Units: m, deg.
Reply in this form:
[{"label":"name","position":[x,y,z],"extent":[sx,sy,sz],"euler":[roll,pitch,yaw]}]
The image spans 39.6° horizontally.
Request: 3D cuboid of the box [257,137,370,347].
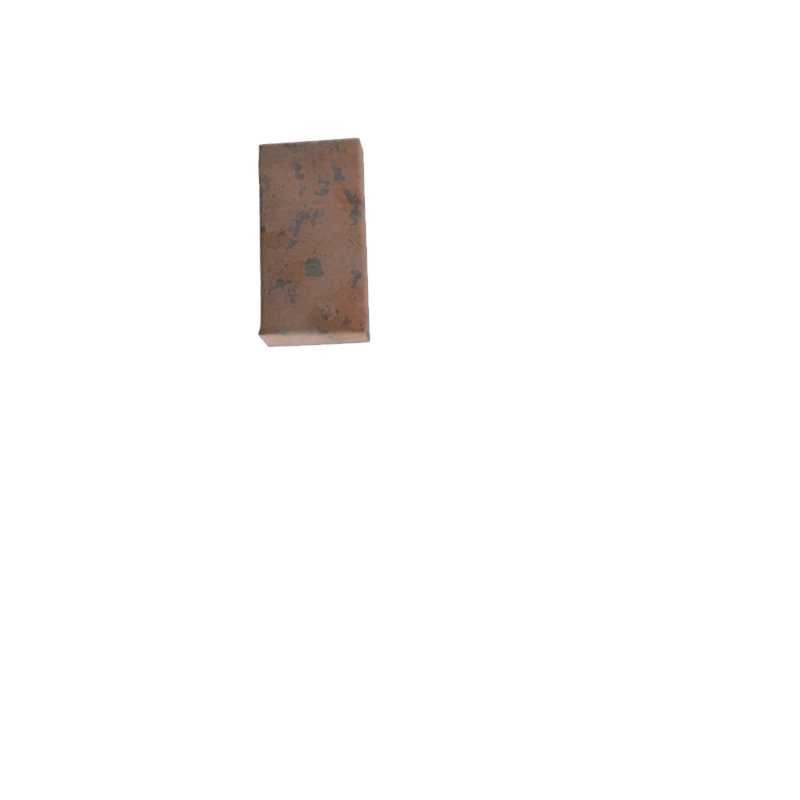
[{"label":"box","position":[-0.075,-0.138,0.965],"extent":[0.094,0.184,0.046],"euler":[-3,-19,6]}]
